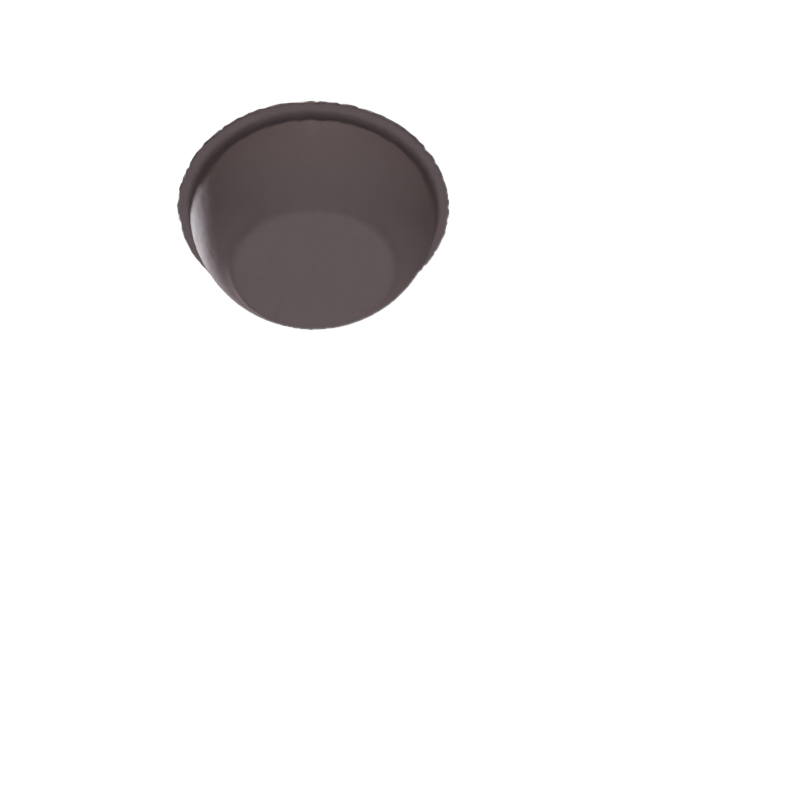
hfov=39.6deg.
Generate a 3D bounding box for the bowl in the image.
[{"bbox_3d":[-0.050,-0.092,0.642,0.162,0.151,0.059,1,45,-1],"label":"bowl"}]
